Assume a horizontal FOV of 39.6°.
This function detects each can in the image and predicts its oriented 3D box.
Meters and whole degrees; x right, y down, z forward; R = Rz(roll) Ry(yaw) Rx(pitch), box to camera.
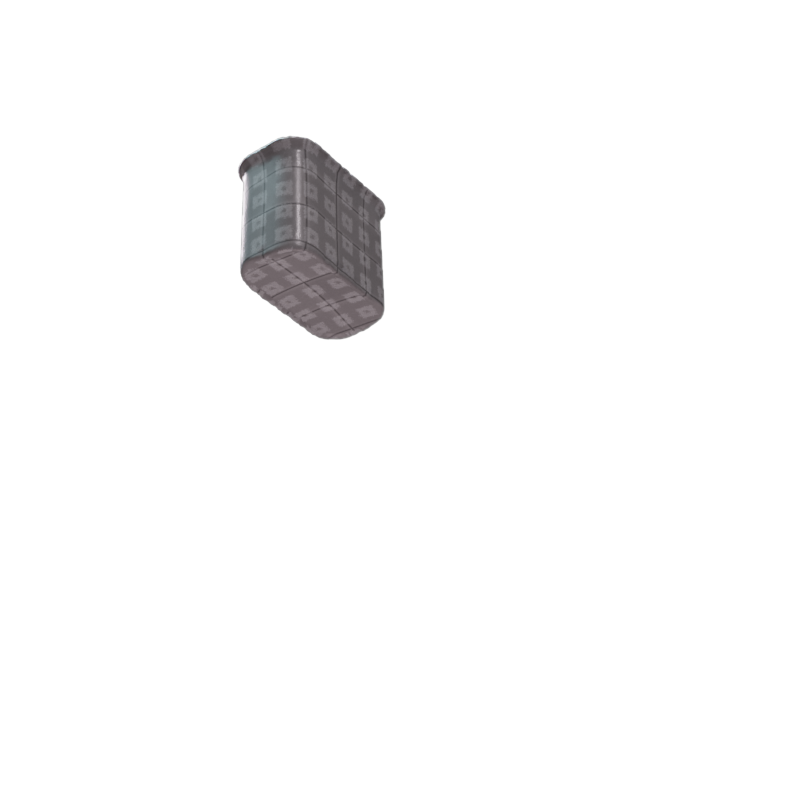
[{"bbox_3d":[-0.053,-0.096,0.674,0.058,0.090,0.095,-24,-40,29],"label":"can"}]
